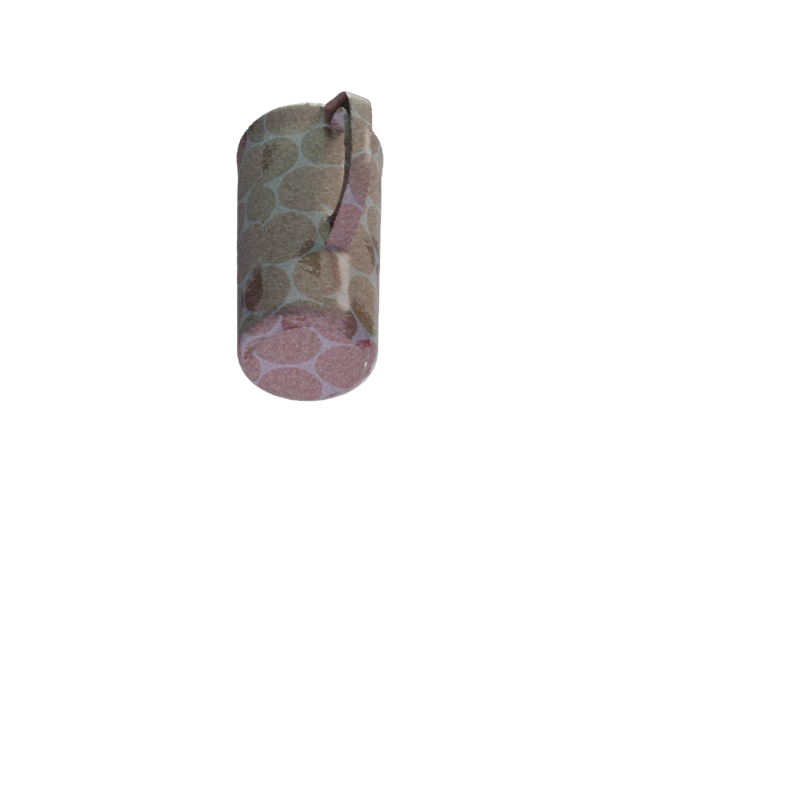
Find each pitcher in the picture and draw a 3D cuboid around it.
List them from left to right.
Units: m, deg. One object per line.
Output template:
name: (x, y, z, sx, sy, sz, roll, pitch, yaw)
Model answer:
pitcher: (-0.072, -0.131, 0.915, 0.146, 0.261, 0.137, -14, -42, 12)
